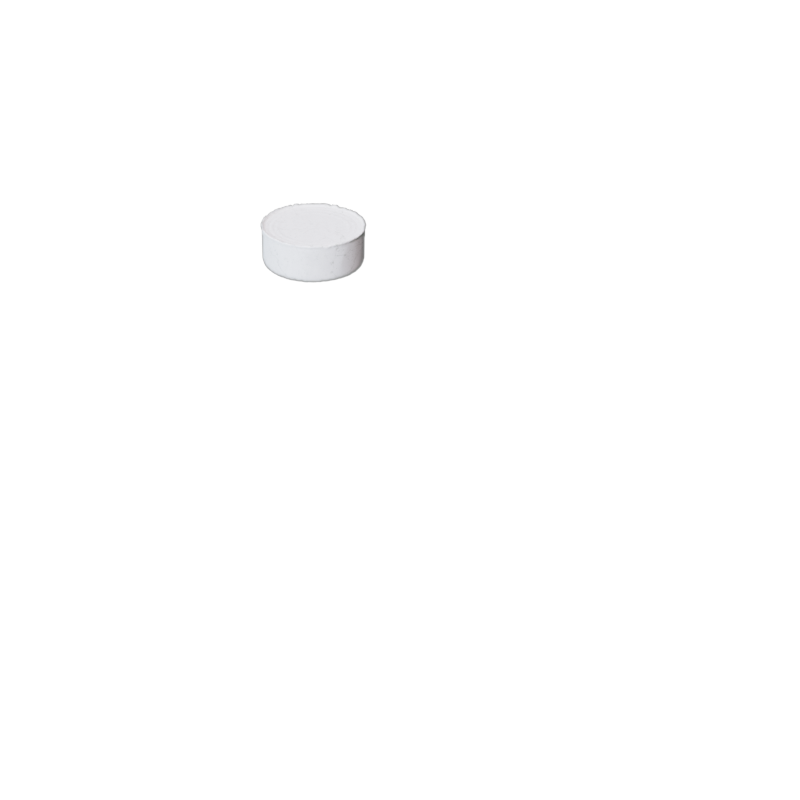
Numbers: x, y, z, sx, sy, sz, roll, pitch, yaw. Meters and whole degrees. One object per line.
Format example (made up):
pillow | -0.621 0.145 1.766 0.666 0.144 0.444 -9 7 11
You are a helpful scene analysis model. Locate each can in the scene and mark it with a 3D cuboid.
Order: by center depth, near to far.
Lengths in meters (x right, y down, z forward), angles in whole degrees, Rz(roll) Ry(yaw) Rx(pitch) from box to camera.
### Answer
can | -0.071 -0.130 0.909 0.086 0.032 0.091 -1 31 -2
